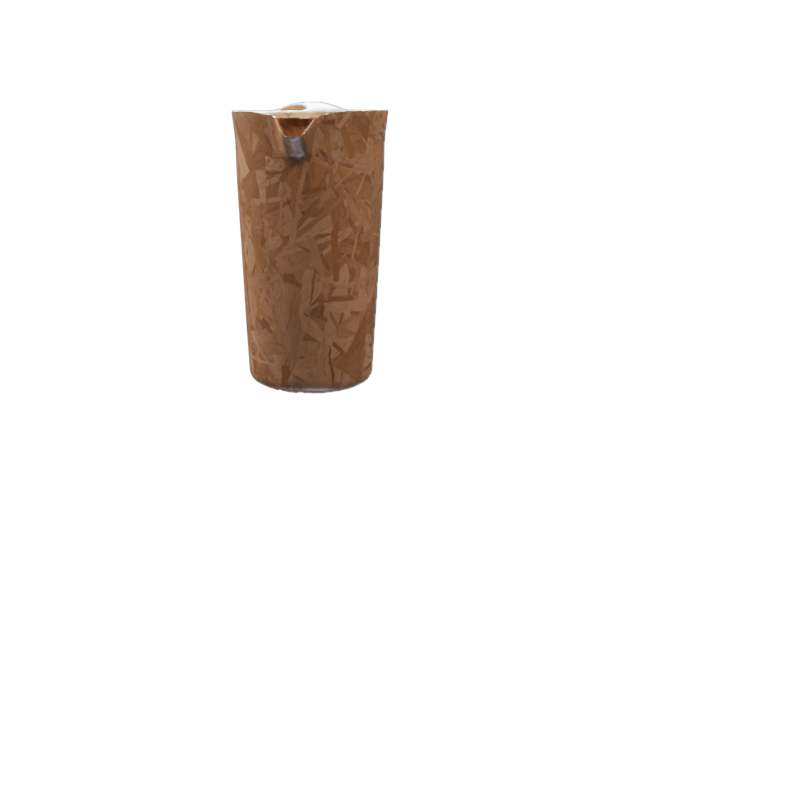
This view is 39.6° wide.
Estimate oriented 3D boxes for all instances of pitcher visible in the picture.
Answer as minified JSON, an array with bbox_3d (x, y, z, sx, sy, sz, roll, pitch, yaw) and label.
[{"bbox_3d":[-0.076,-0.138,0.969,0.145,0.238,0.152,-7,13,-38],"label":"pitcher"}]
